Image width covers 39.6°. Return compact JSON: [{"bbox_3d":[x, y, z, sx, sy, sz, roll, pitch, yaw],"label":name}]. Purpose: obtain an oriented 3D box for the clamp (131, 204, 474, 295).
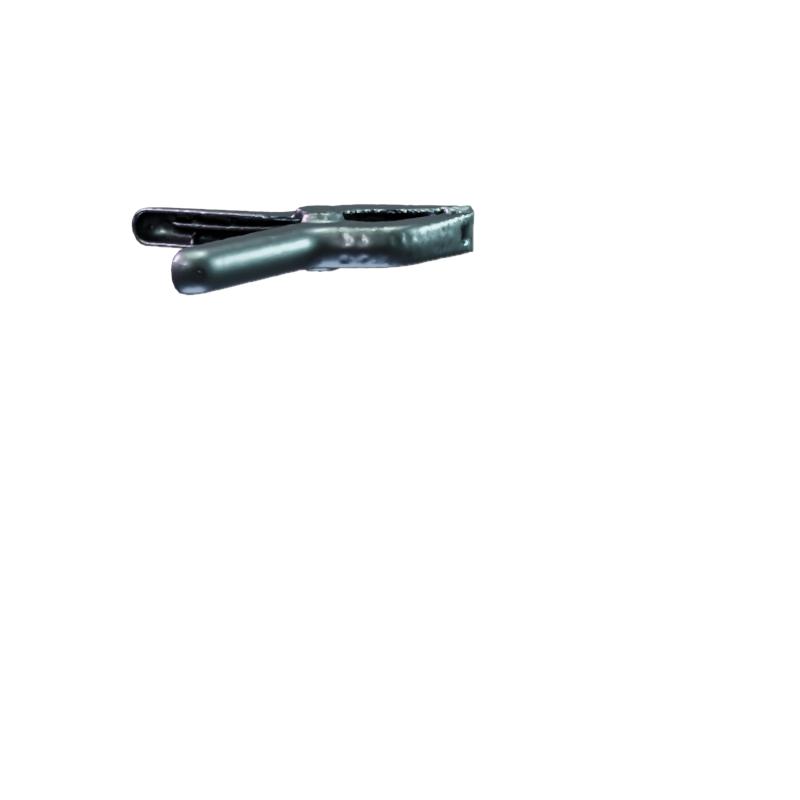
[{"bbox_3d":[-0.051,-0.093,0.654,0.207,0.035,0.173,-4,19,-11],"label":"clamp"}]
